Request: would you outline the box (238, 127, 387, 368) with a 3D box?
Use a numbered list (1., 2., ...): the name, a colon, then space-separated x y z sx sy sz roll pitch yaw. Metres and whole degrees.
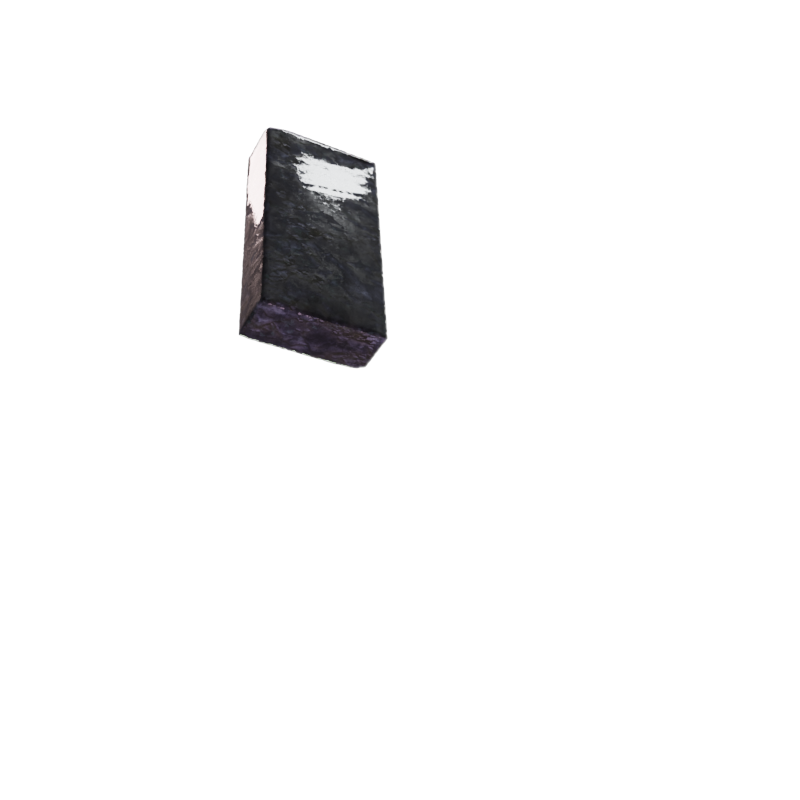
1. box: -0.061 -0.111 0.779 0.090 0.189 0.046 15 -43 -21
